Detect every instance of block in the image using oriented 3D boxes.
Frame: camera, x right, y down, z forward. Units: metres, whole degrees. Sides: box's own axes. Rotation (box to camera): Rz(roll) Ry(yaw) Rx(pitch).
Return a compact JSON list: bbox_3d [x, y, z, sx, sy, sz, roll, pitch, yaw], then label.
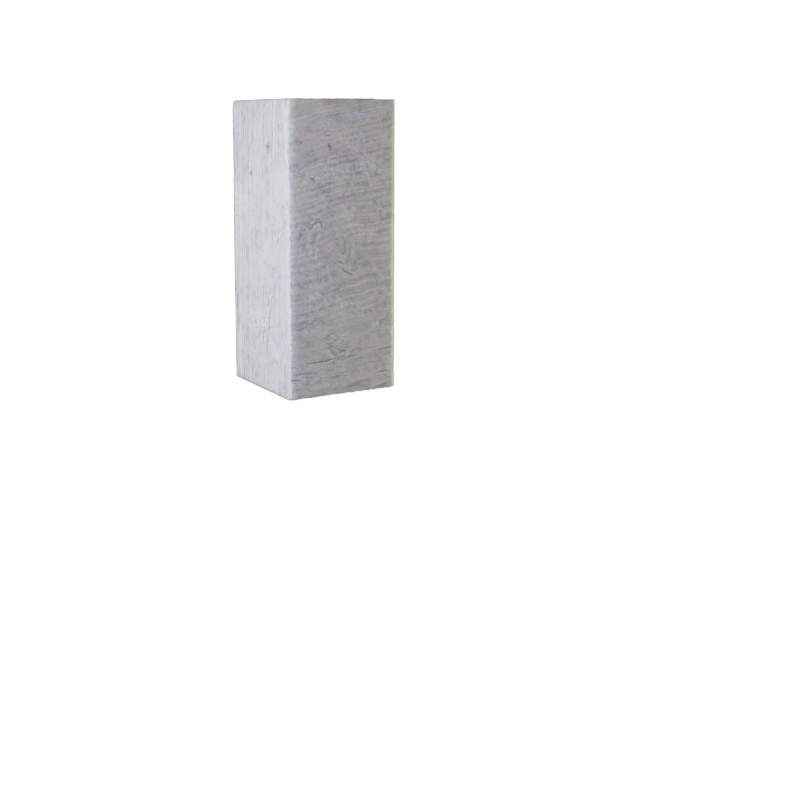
[{"bbox_3d":[-0.064,-0.115,0.807,0.087,0.203,0.095,-4,9,-32],"label":"block"}]
